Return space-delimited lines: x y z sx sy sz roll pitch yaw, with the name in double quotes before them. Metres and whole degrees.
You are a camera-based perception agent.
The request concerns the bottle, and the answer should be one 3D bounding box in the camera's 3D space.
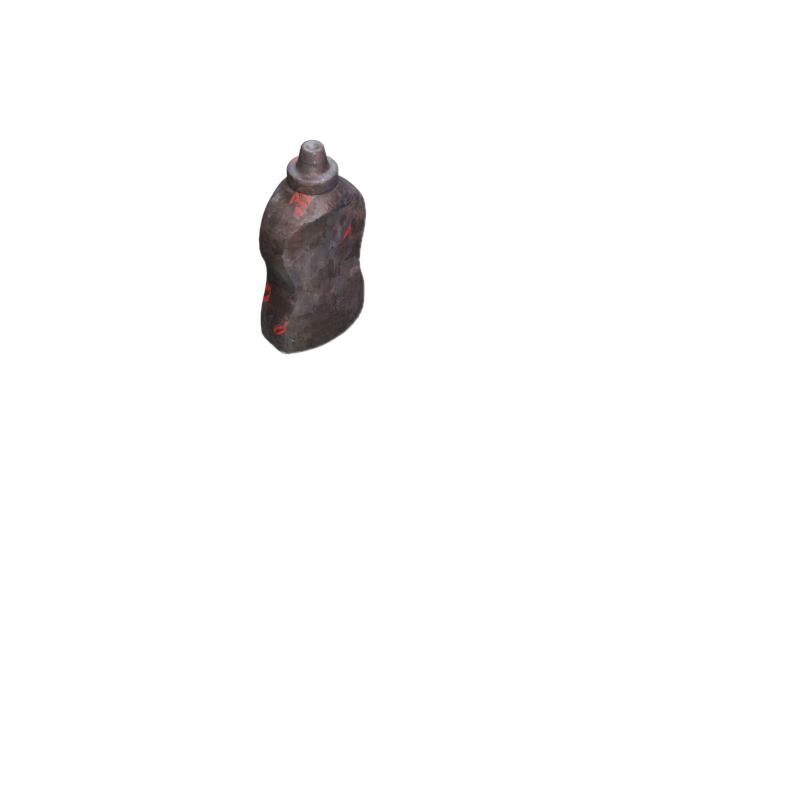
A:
"bottle" -0.072 -0.131 0.913 0.096 0.179 0.063 -28 52 -29
